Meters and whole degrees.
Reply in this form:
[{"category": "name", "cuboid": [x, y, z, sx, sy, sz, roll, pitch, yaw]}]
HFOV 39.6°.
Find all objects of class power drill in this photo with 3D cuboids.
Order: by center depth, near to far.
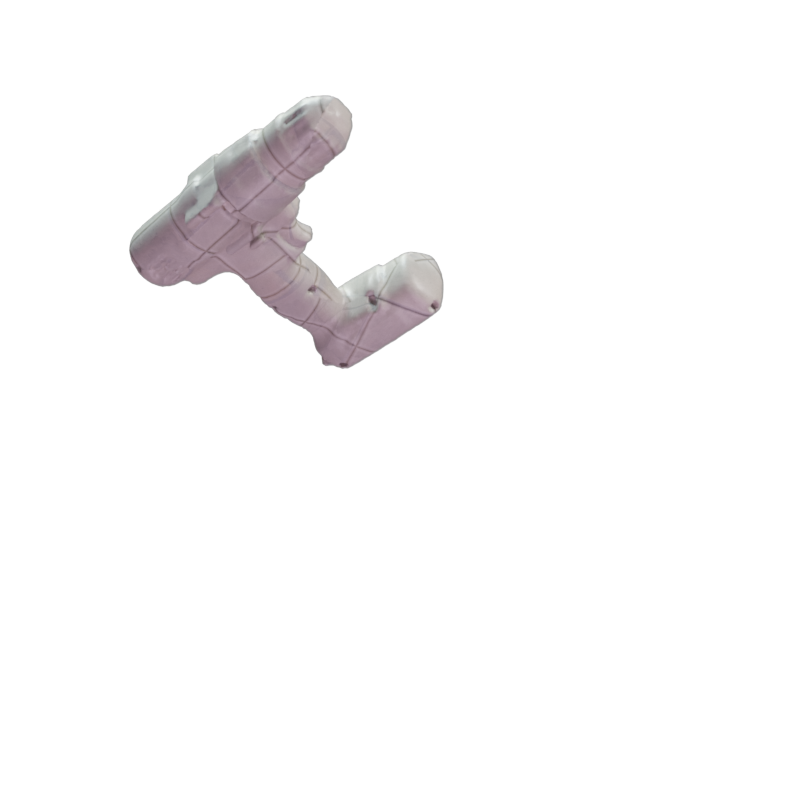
[{"category": "power drill", "cuboid": [-0.058, -0.106, 0.739, 0.183, 0.062, 0.176, -31, -49, 31]}]
